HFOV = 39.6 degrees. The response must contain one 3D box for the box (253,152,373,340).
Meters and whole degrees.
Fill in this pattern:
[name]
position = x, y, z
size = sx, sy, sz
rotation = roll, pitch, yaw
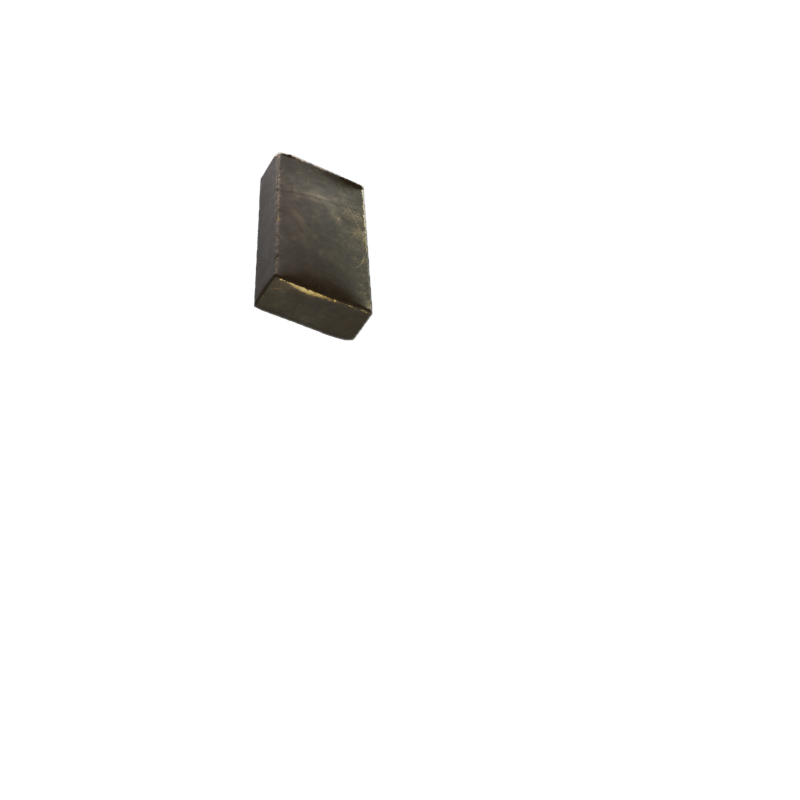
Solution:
[box]
position = -0.075, -0.138, 0.962
size = 0.090, 0.189, 0.046
rotation = 19, -49, -22
